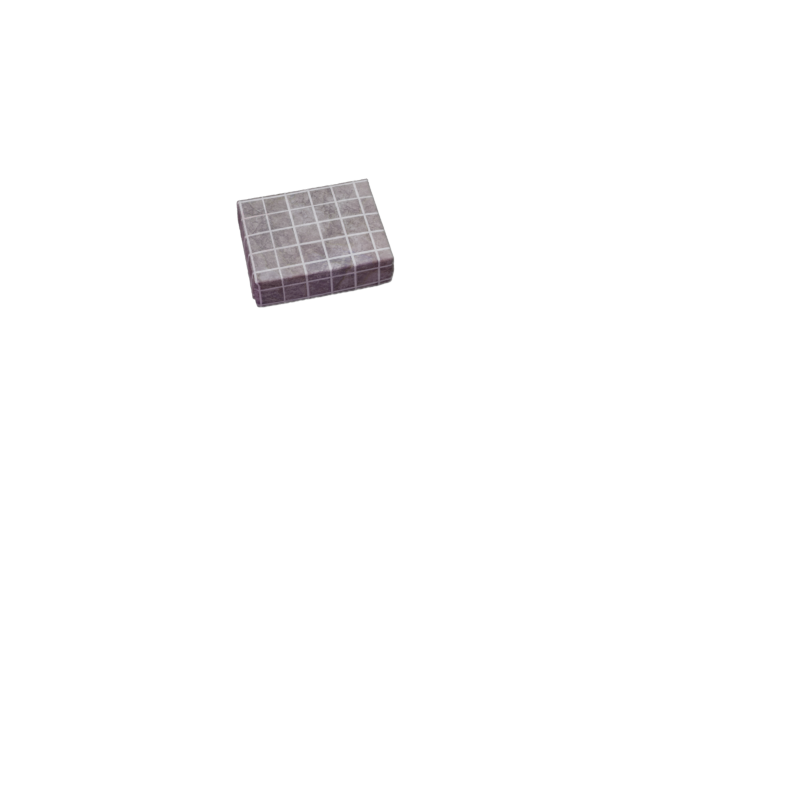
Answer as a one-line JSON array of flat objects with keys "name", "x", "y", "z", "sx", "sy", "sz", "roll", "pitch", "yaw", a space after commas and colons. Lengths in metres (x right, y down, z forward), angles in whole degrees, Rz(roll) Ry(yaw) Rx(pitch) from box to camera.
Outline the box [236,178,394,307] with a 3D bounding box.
[{"name": "box", "x": -0.070, "y": -0.127, "z": 0.889, "sx": 0.113, "sy": 0.097, "sz": 0.036, "roll": -10, "pitch": -37, "yaw": -8}]
